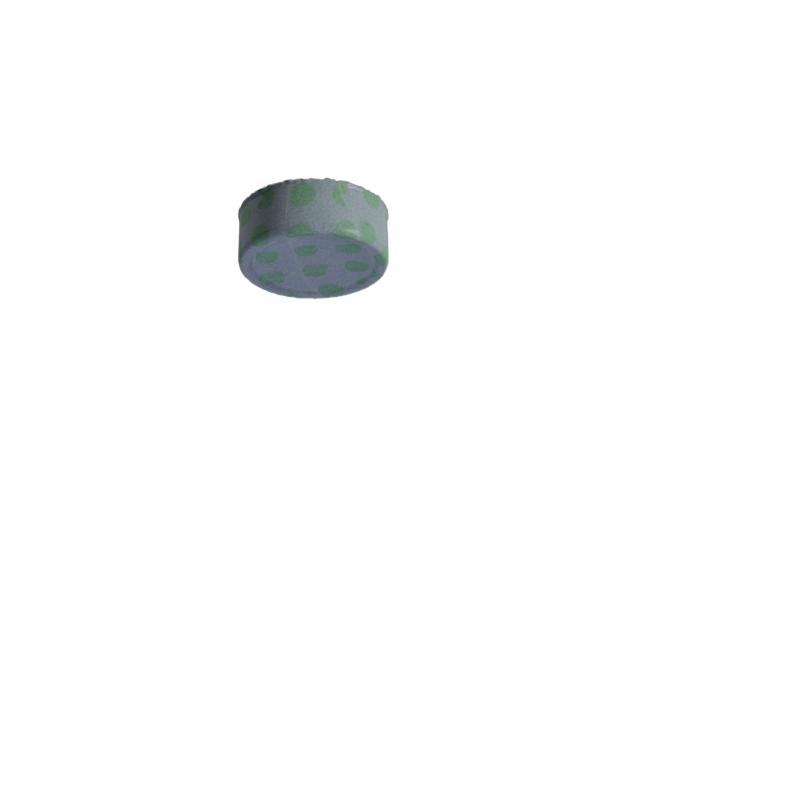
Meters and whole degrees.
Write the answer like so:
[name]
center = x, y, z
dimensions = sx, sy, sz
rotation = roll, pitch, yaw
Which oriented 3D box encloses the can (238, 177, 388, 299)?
[can]
center = -0.049, -0.089, 0.624
dimensions = 0.086, 0.035, 0.081
rotation = 0, -22, -2
